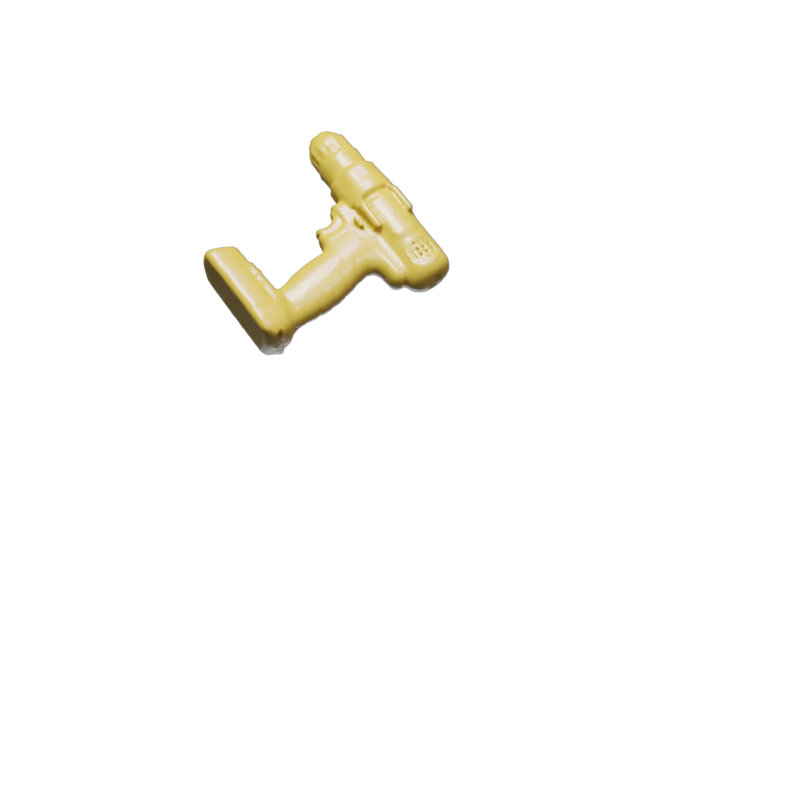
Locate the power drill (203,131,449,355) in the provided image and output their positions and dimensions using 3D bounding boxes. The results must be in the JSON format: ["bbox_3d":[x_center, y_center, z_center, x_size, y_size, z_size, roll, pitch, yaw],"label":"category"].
[{"bbox_3d":[-0.077,-0.140,0.984,0.188,0.196,0.054,-32,-24,-17],"label":"power drill"}]
